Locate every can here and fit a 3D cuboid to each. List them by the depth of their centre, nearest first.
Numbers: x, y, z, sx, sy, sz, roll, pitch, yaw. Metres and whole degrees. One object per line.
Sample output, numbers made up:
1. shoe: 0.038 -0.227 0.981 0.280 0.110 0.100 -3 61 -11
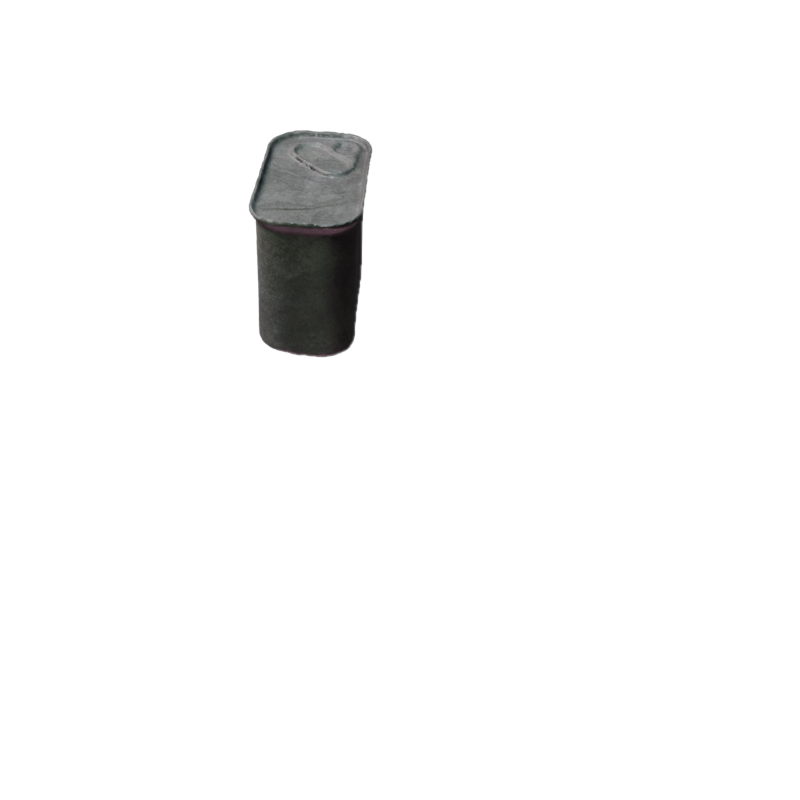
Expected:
1. can: -0.047 -0.085 0.598 0.058 0.078 0.108 3 36 2
